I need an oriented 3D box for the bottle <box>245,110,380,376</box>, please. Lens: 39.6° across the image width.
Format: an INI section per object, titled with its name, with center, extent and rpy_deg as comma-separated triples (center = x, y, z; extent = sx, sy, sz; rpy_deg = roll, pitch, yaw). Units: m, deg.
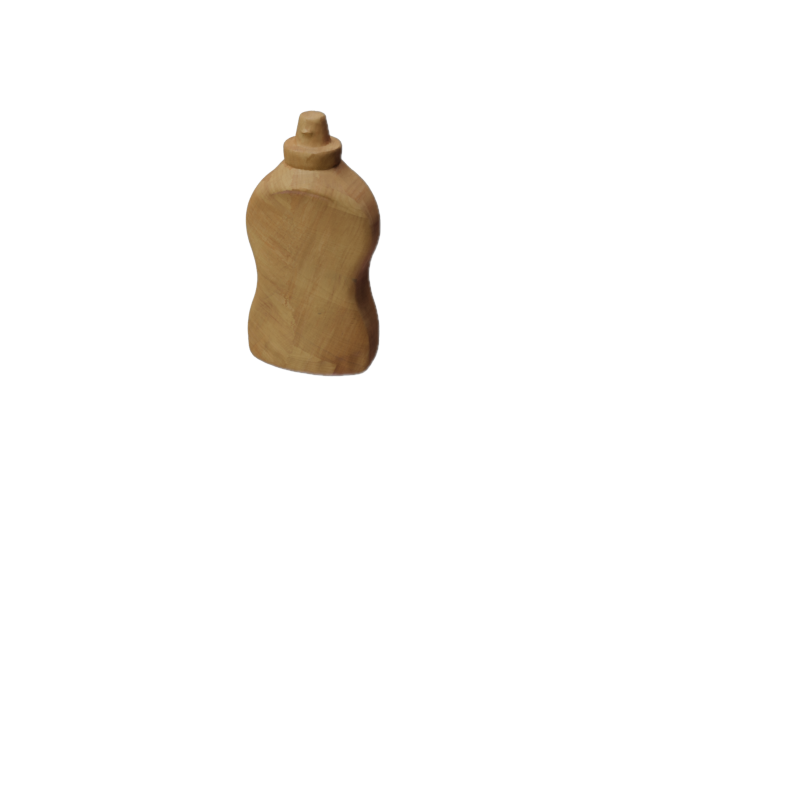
[bottle]
center = -0.062, -0.113, 0.795
extent = 0.099, 0.182, 0.060
rpy_deg = 10, 27, 16
